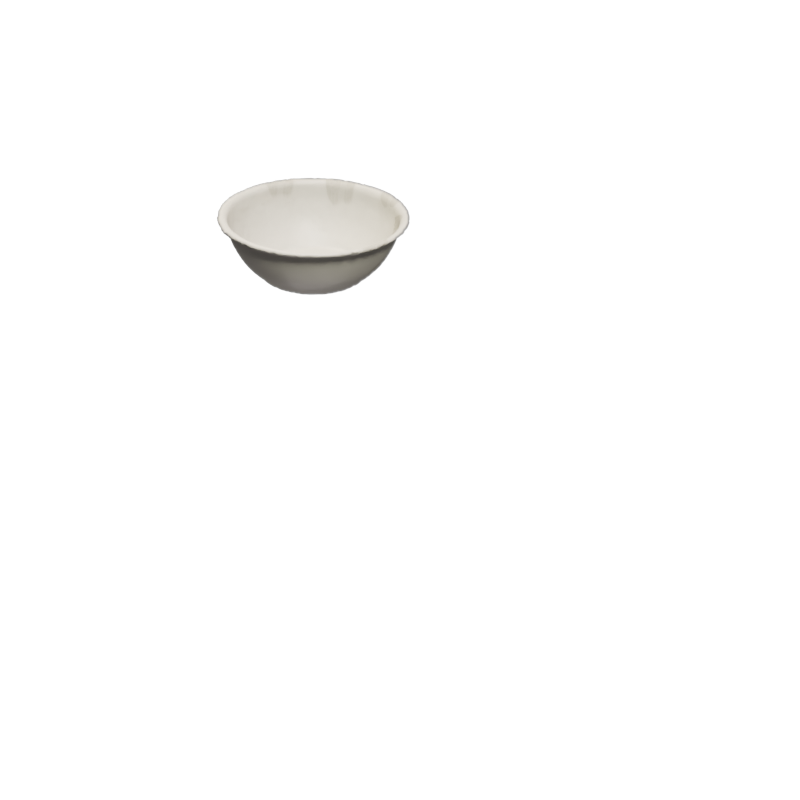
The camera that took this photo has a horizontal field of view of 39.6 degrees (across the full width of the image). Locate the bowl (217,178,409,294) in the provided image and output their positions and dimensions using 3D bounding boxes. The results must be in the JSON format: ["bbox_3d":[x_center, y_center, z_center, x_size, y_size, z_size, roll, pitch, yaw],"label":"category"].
[{"bbox_3d":[-0.074,-0.134,0.940,0.162,0.052,0.172,-1,31,-2],"label":"bowl"}]
